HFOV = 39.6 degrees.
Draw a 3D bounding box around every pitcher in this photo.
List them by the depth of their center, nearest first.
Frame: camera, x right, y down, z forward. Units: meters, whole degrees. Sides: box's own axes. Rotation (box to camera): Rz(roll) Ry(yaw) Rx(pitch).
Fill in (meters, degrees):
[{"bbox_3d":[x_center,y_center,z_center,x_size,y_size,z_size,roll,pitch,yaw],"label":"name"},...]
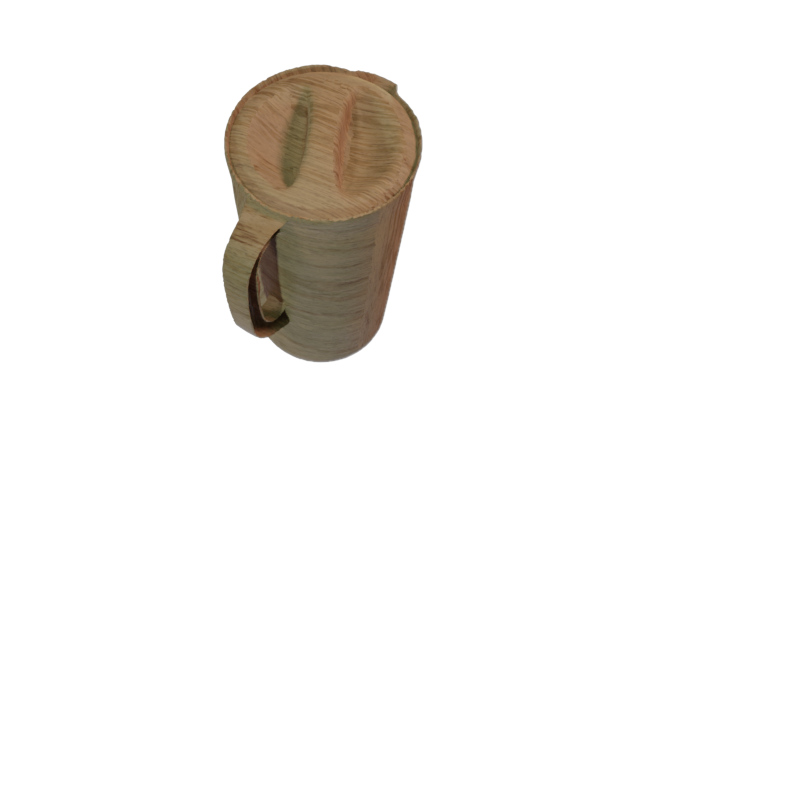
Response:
[{"bbox_3d":[-0.065,-0.119,0.833,0.148,0.155,0.229,-11,-27,-9],"label":"pitcher"}]
